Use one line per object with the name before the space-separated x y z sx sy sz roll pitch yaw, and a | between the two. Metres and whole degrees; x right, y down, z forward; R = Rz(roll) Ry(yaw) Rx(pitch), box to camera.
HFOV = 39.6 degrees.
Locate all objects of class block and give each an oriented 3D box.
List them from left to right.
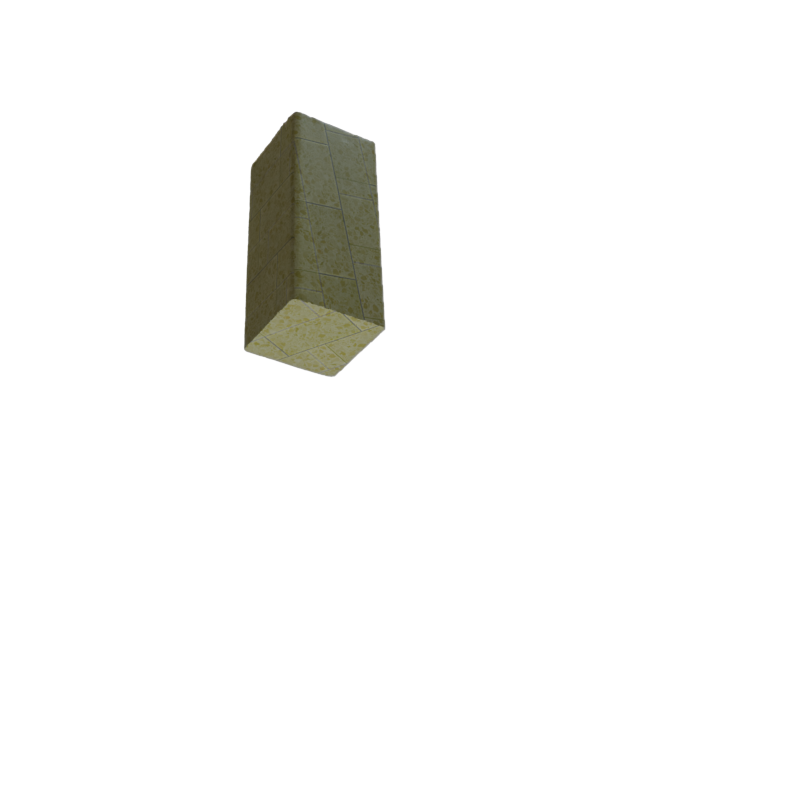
block | -0.077 -0.139 0.973 0.086 0.221 0.089 18 -40 -26
